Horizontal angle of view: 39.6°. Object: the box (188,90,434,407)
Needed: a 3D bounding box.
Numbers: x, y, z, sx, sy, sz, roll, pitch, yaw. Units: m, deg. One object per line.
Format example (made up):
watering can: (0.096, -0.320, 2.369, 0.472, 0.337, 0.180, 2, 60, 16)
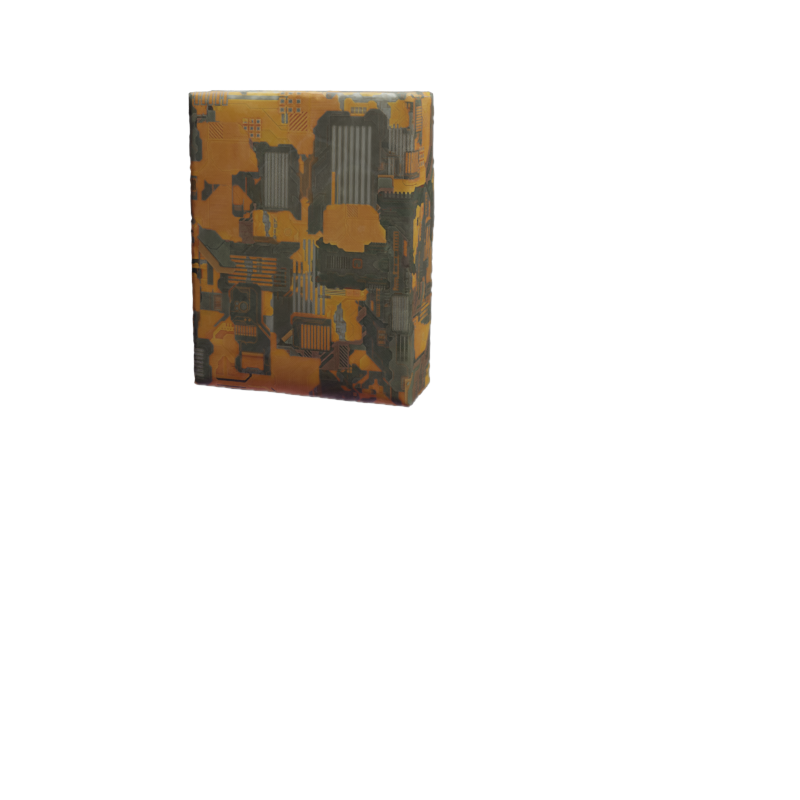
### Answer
box: (-0.062, -0.113, 0.789, 0.168, 0.209, 0.072, 5, 11, 18)
